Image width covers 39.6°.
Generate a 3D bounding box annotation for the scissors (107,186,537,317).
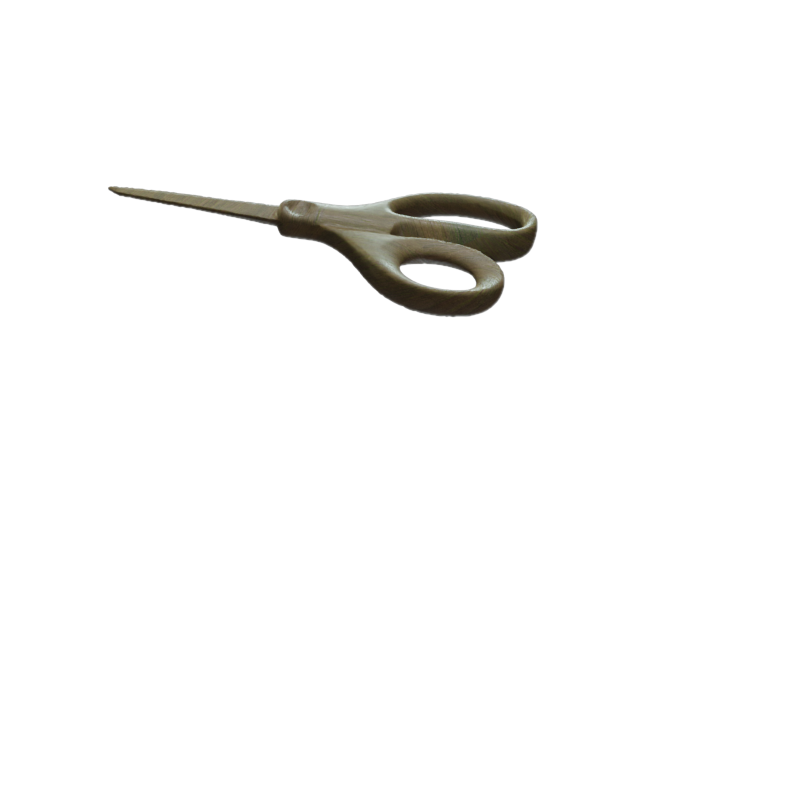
[{"bbox_3d":[-0.039,-0.071,0.494,0.202,0.015,0.102,1,36,1],"label":"scissors"}]
